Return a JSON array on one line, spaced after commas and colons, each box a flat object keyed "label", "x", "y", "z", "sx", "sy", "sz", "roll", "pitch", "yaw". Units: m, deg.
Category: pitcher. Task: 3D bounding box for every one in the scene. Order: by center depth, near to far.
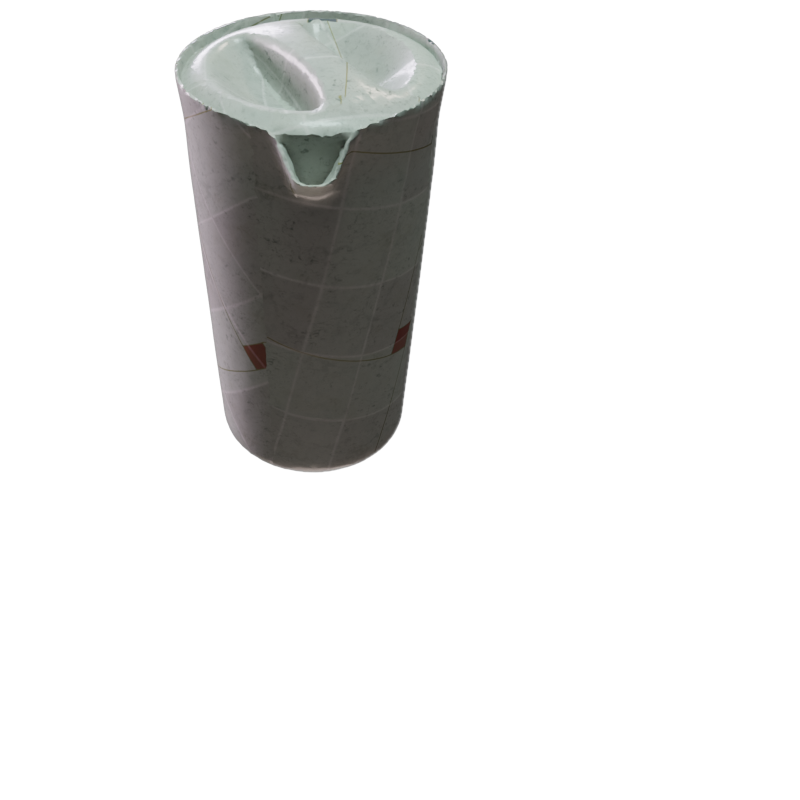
[{"label": "pitcher", "x": -0.048, "y": -0.088, "z": 0.616, "sx": 0.154, "sy": 0.227, "sz": 0.150, "roll": 29, "pitch": 46, "yaw": 30}]
